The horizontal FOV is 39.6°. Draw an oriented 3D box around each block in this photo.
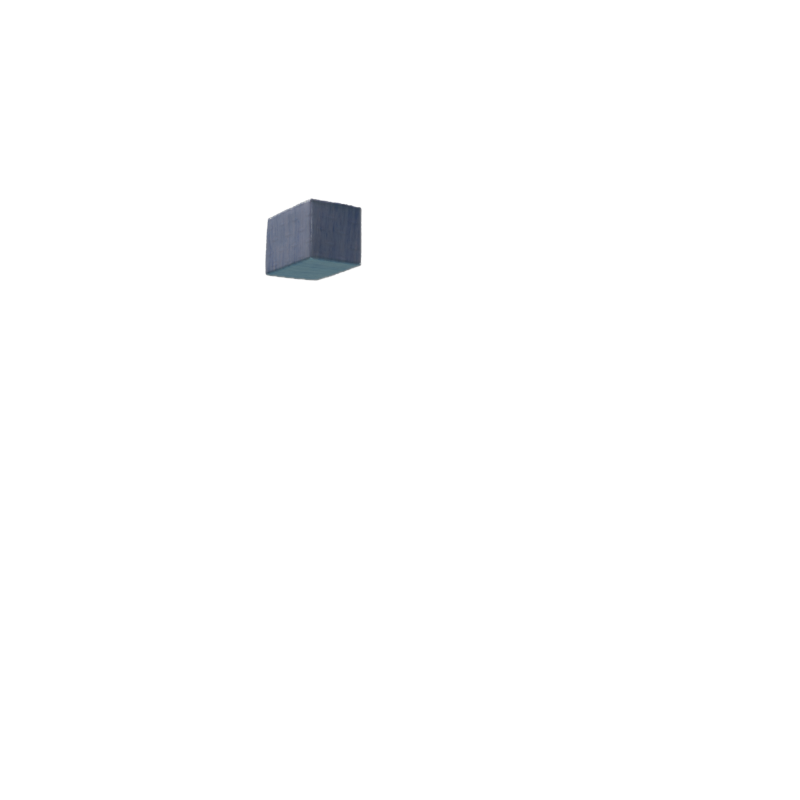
[{"bbox_3d":[-0.074,-0.135,0.948,0.050,0.053,0.079,6,-11,-34],"label":"block"}]
